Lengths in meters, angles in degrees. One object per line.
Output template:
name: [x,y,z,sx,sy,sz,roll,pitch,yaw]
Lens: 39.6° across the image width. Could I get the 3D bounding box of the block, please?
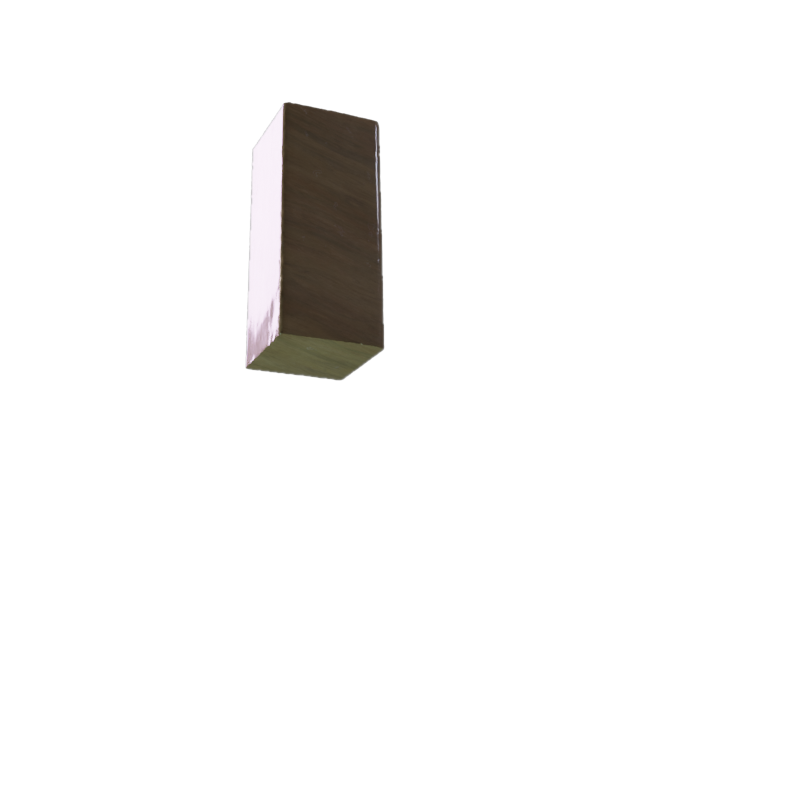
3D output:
block: [-0.072,-0.133,0.929,0.087,0.217,0.089,8,-25,-23]
